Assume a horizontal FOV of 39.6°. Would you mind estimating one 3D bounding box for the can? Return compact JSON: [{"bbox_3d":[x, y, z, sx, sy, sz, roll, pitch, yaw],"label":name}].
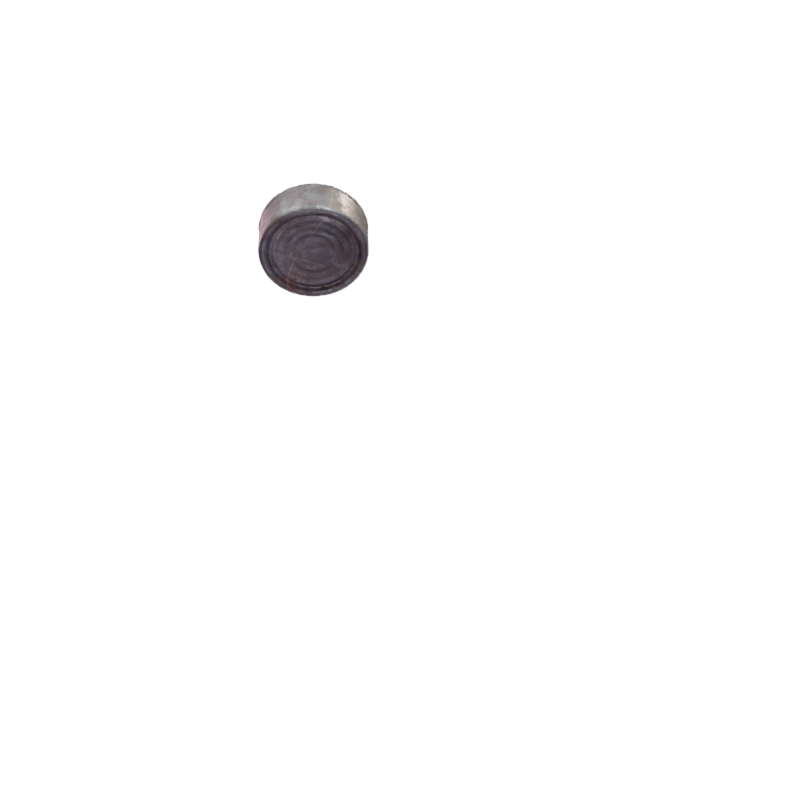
[{"bbox_3d":[-0.067,-0.122,0.853,0.086,0.080,0.036,1,38,-1],"label":"can"}]
